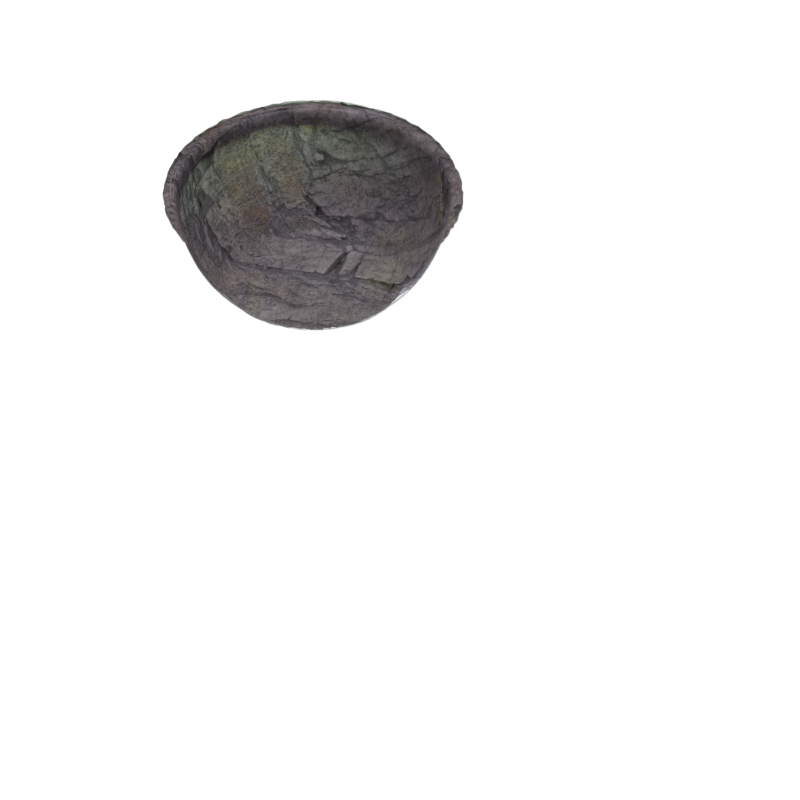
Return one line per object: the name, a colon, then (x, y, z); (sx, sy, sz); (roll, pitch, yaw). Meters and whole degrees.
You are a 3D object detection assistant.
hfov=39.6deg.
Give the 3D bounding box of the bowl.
bowl: (-0.046, -0.083, 0.584); (0.162, 0.059, 0.152); (1, -30, -2)
